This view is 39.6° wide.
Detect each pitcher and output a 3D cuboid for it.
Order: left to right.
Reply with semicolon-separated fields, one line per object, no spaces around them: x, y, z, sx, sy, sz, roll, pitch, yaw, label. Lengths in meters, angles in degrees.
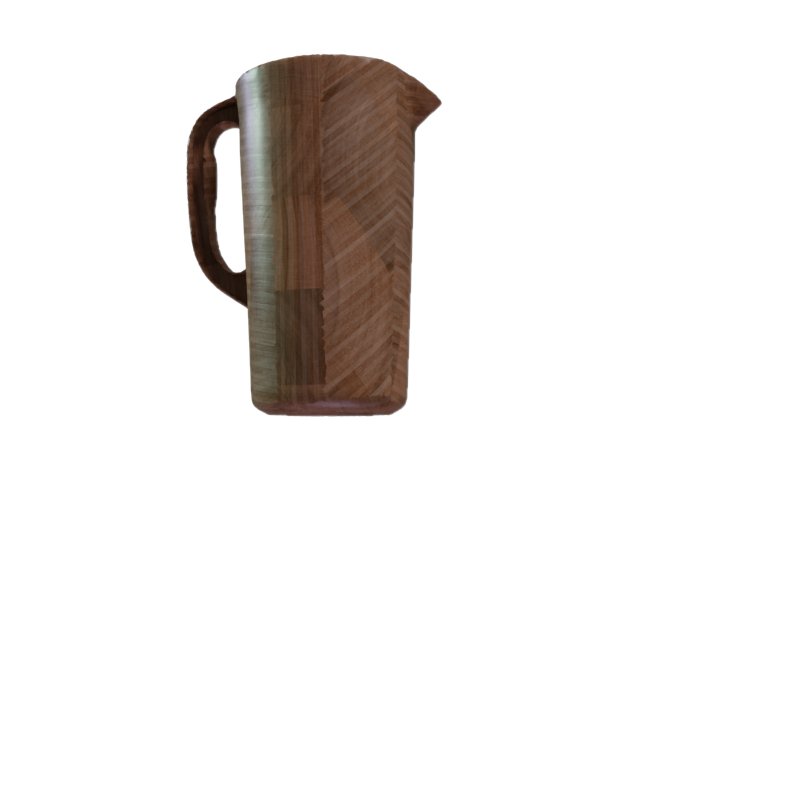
-0.062;-0.112;0.787;0.139;0.249;0.152;5;-10;-32;pitcher
